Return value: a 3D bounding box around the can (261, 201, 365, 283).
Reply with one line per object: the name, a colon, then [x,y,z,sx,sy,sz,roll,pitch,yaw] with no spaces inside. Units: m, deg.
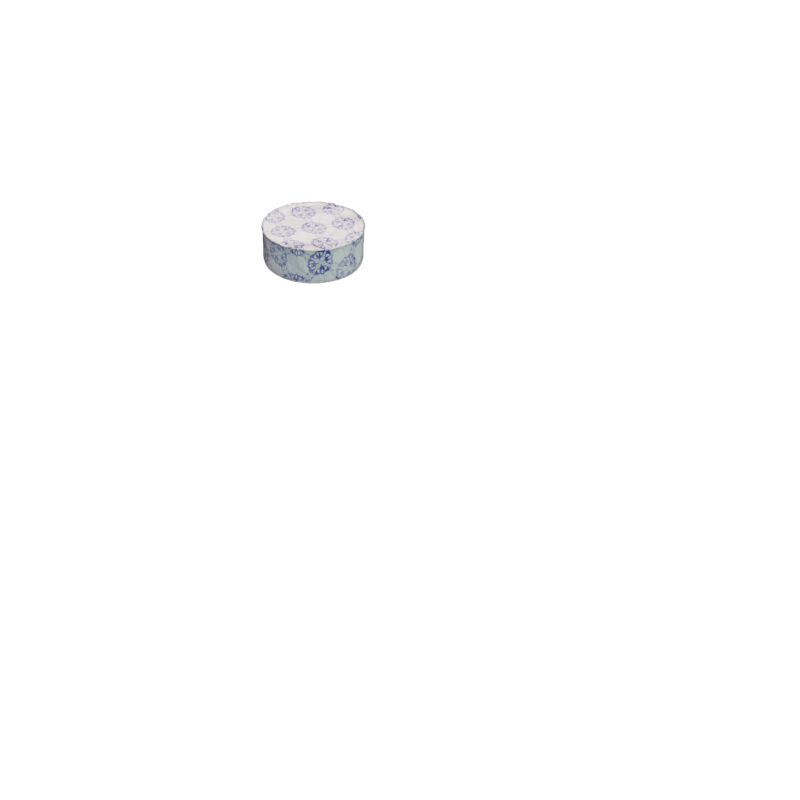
can: [-0.072,-0.132,0.923,0.086,0.031,0.092,-1,34,-2]
